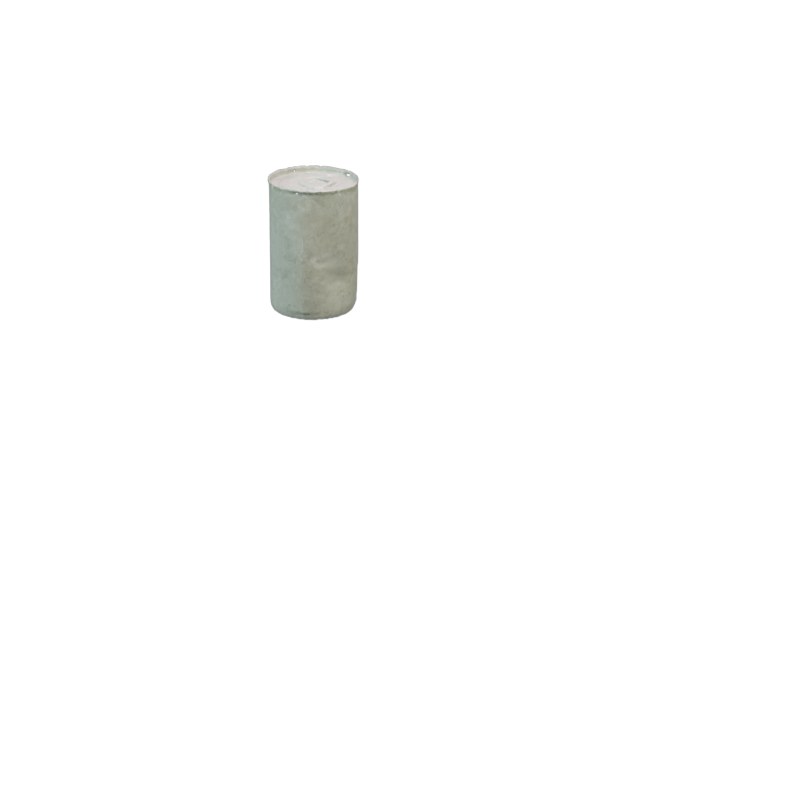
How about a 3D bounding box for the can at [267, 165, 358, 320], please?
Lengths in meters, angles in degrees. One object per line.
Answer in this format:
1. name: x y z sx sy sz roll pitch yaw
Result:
1. can: -0.066 -0.120 0.839 0.068 0.097 0.072 0 23 -2
